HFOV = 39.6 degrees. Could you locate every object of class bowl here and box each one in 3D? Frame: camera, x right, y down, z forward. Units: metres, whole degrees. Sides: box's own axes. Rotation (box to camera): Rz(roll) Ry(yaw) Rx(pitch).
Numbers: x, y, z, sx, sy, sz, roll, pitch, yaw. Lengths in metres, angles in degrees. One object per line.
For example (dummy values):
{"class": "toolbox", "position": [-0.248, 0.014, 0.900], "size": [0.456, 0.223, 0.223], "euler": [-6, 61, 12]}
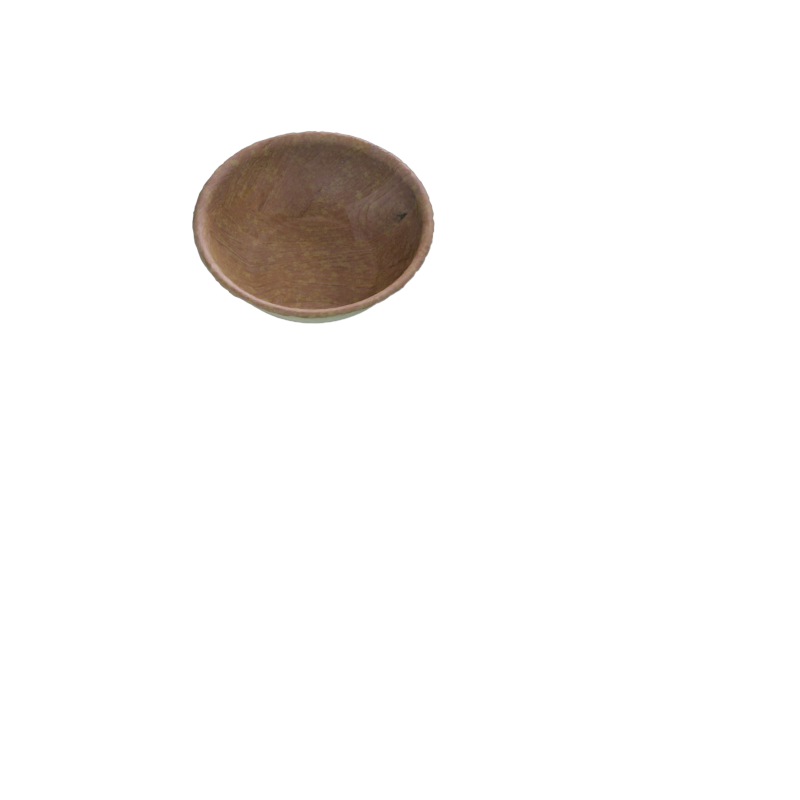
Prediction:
{"class": "bowl", "position": [-0.059, -0.108, 0.760], "size": [0.162, 0.174, 0.051], "euler": [-1, -36, -1]}
